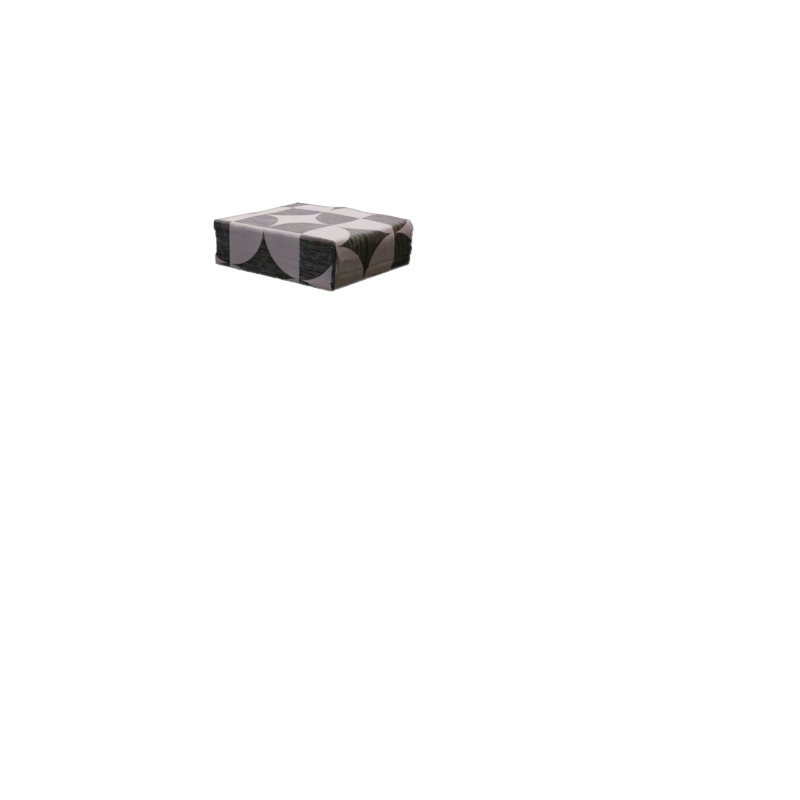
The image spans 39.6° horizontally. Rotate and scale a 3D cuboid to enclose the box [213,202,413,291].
[{"bbox_3d":[-0.049,-0.090,0.628,0.094,0.029,0.072,15,24,36],"label":"box"}]
